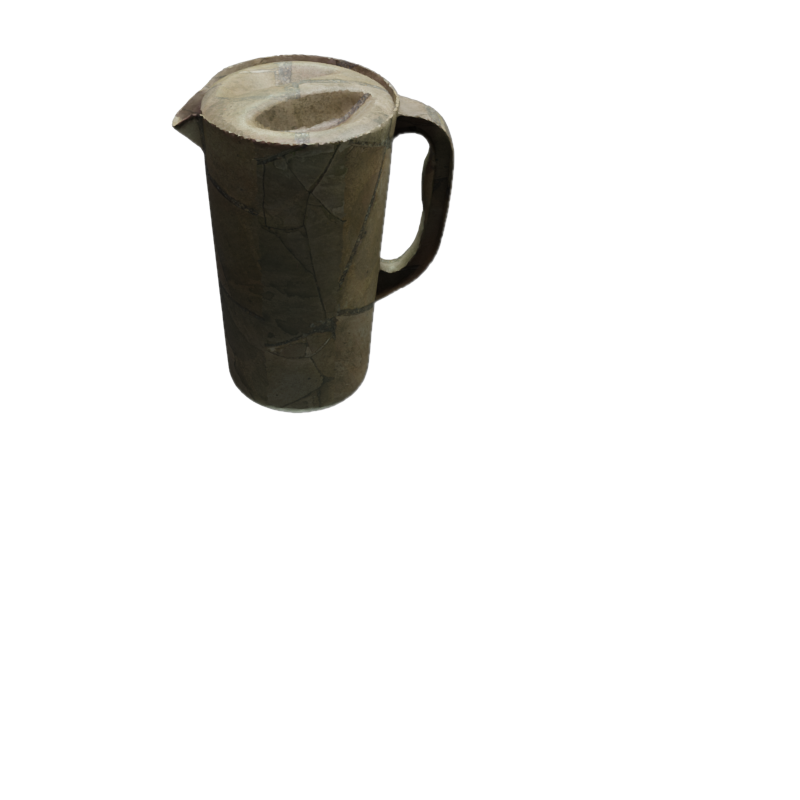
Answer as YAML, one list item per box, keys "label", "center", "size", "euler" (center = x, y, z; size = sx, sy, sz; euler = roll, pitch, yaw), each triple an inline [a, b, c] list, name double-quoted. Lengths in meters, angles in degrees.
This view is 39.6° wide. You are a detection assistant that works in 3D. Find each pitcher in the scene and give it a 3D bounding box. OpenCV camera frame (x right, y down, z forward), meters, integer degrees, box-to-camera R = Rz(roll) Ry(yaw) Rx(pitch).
- label: "pitcher"
  center: [-0.062, -0.113, 0.789]
  size: [0.159, 0.227, 0.146]
  euler: [29, 45, 31]
